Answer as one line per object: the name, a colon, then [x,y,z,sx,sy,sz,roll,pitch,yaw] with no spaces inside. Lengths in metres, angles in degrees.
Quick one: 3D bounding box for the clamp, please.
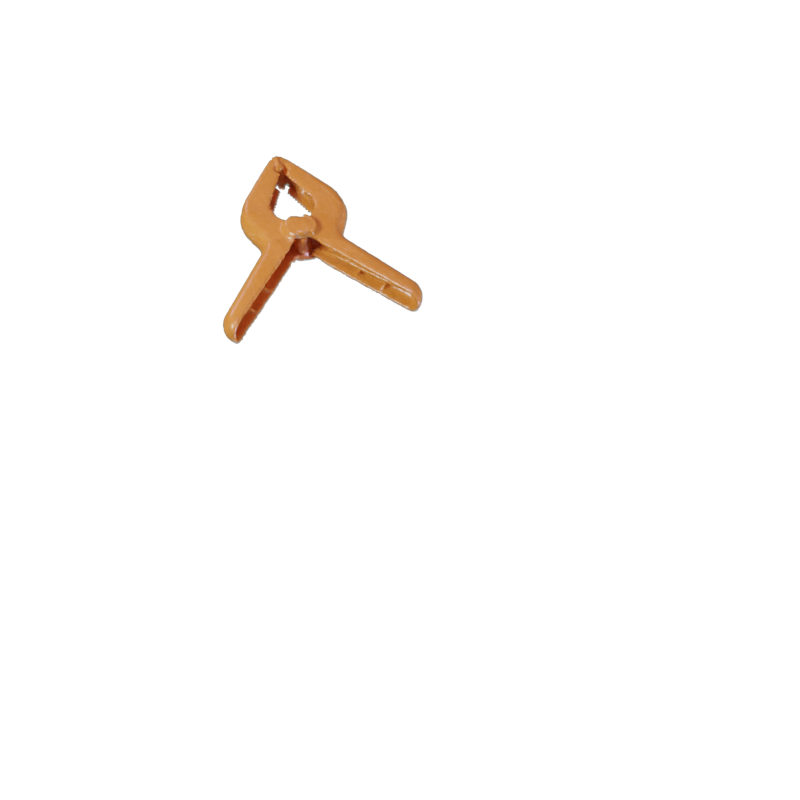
clamp: [-0.075,-0.137,0.962,0.163,0.227,0.034,-6,-43,-5]
